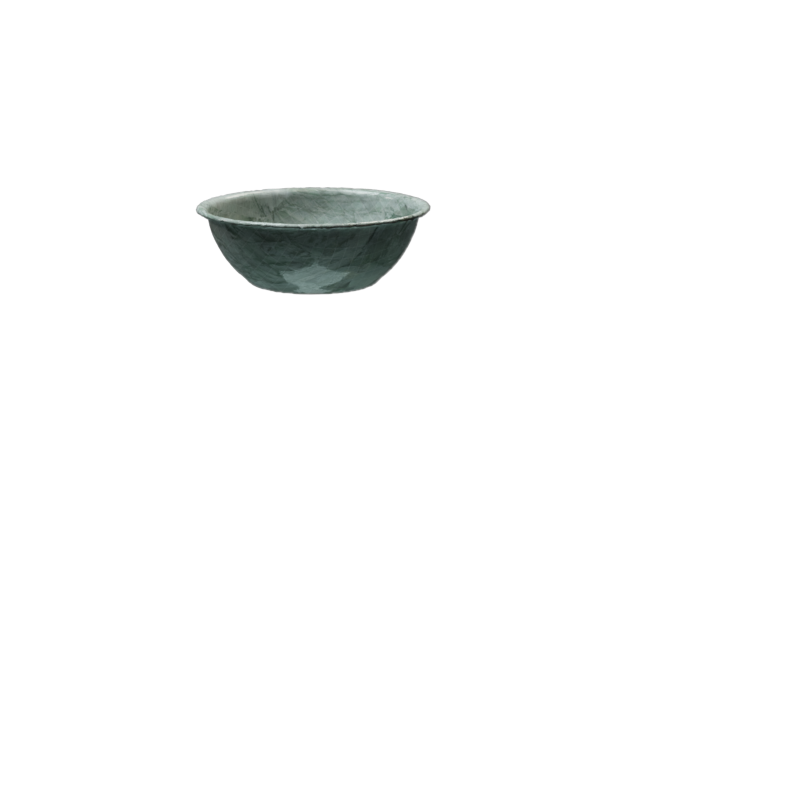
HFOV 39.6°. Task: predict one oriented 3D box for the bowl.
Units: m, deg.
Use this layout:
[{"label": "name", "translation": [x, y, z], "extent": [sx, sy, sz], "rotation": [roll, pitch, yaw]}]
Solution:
[{"label": "bowl", "translation": [-0.060, -0.110, 0.772], "extent": [0.162, 0.053, 0.168], "rotation": [-1, 18, -2]}]
